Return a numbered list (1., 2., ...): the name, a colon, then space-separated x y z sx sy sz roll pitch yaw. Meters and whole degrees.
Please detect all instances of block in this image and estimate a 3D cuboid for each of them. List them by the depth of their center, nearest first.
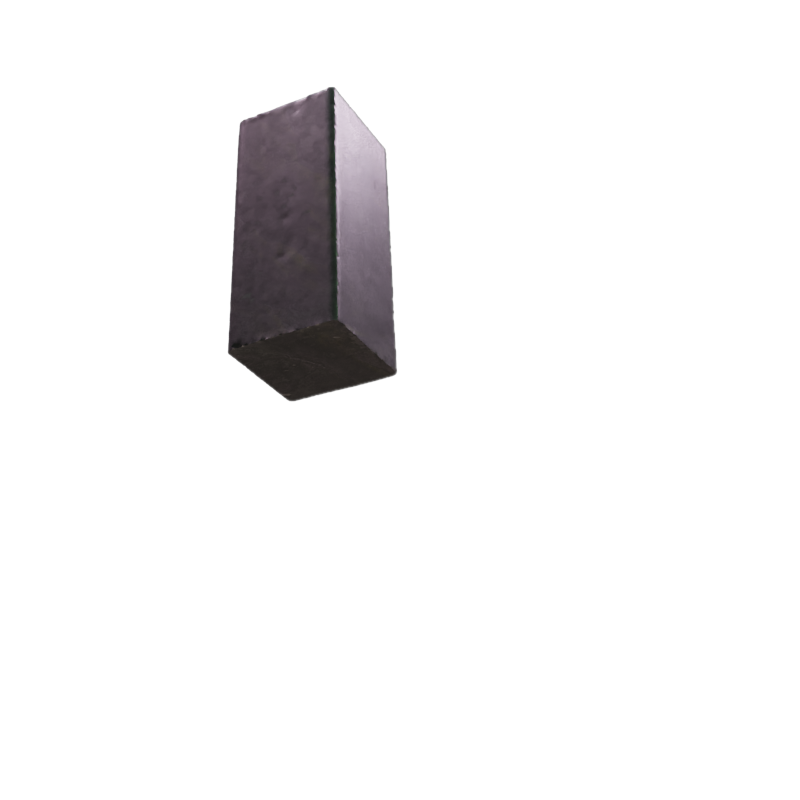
1. block: -0.065 -0.118 0.825 0.091 0.220 0.084 -17 -35 22
